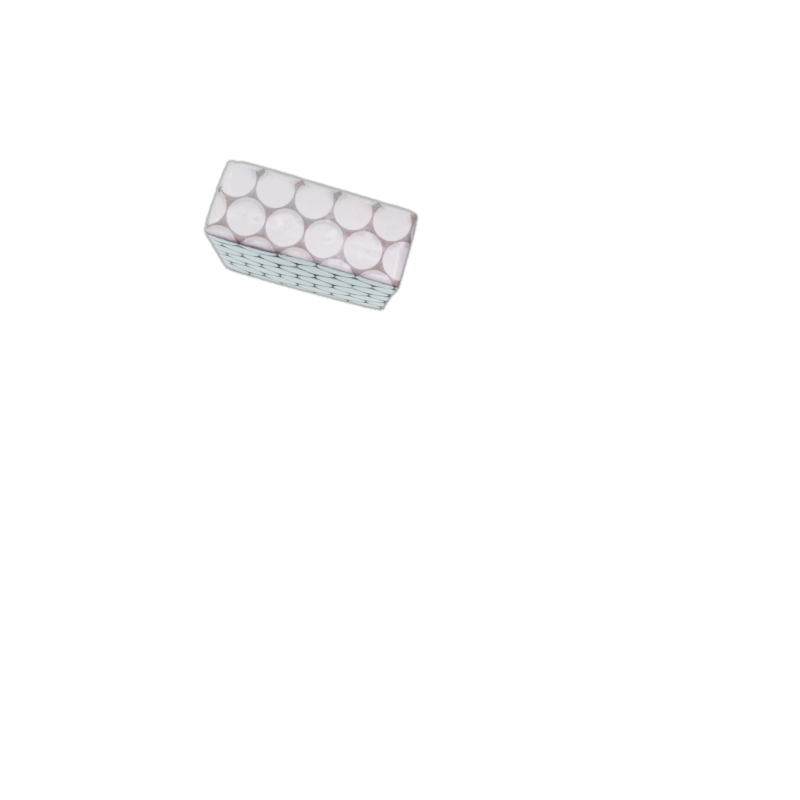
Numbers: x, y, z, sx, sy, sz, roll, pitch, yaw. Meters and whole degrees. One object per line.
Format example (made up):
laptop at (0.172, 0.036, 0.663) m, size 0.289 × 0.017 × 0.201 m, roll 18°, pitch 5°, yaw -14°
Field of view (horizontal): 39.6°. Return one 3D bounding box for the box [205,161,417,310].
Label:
box at (-0.078, -0.141, 0.990) m, size 0.164 × 0.073 × 0.211 m, roll 16°, pitch -3°, yaw -2°
